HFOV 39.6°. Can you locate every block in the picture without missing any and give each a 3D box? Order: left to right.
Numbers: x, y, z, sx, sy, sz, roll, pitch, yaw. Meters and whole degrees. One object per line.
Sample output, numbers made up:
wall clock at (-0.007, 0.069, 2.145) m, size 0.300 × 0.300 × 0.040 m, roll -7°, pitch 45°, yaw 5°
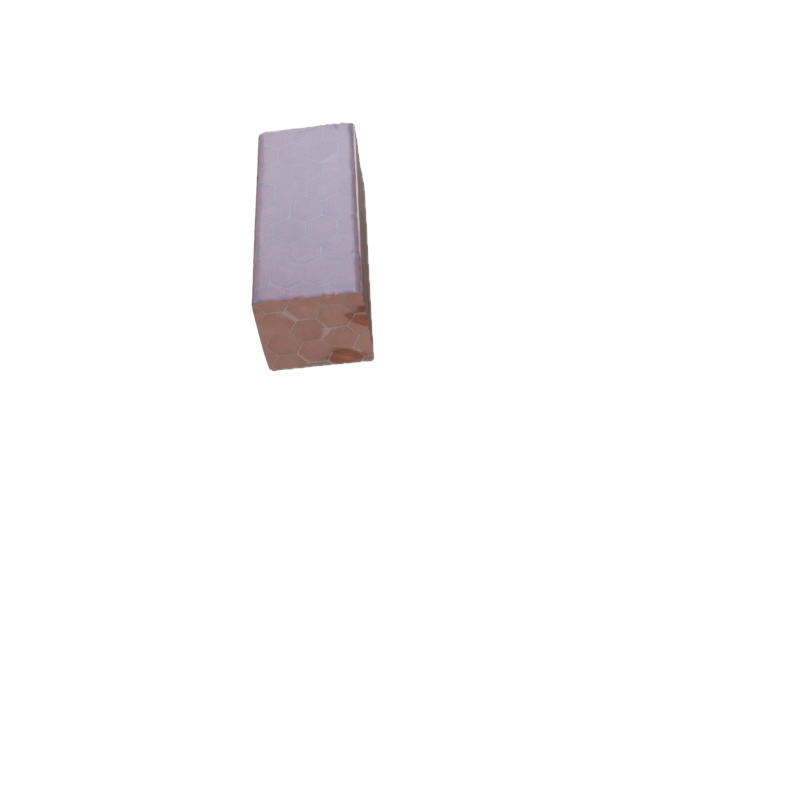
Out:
block at (-0.076, -0.138, 0.963) m, size 0.091 × 0.221 × 0.083 m, roll -6°, pitch -41°, yaw 4°
